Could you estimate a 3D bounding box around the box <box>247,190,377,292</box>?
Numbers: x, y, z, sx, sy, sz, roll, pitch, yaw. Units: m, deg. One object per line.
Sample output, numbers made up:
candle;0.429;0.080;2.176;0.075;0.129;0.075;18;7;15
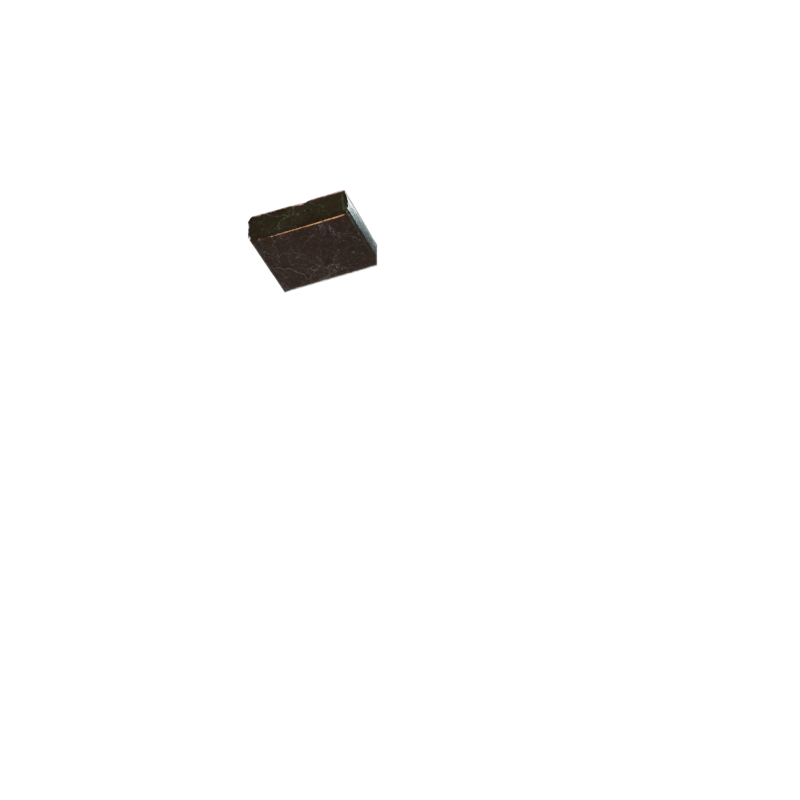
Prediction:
box;-0.073;-0.133;0.929;0.090;0.032;0.067;-14;-39;17
